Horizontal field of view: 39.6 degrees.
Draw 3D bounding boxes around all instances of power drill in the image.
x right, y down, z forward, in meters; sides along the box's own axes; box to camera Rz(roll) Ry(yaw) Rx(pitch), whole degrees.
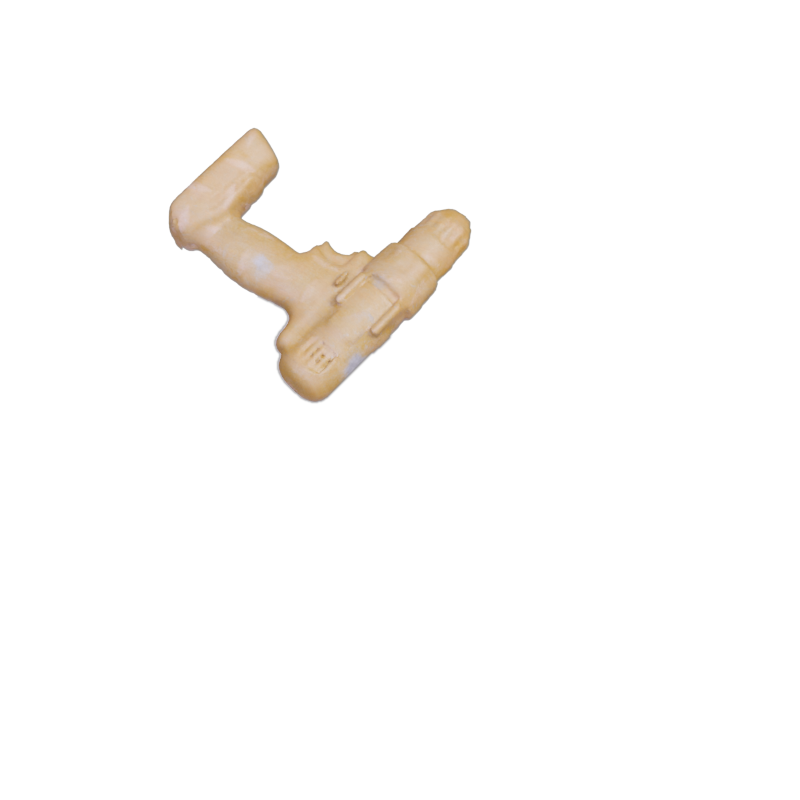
[{"bbox_3d":[-0.065,-0.118,0.829,0.196,0.187,0.054,40,-19,16],"label":"power drill"}]
